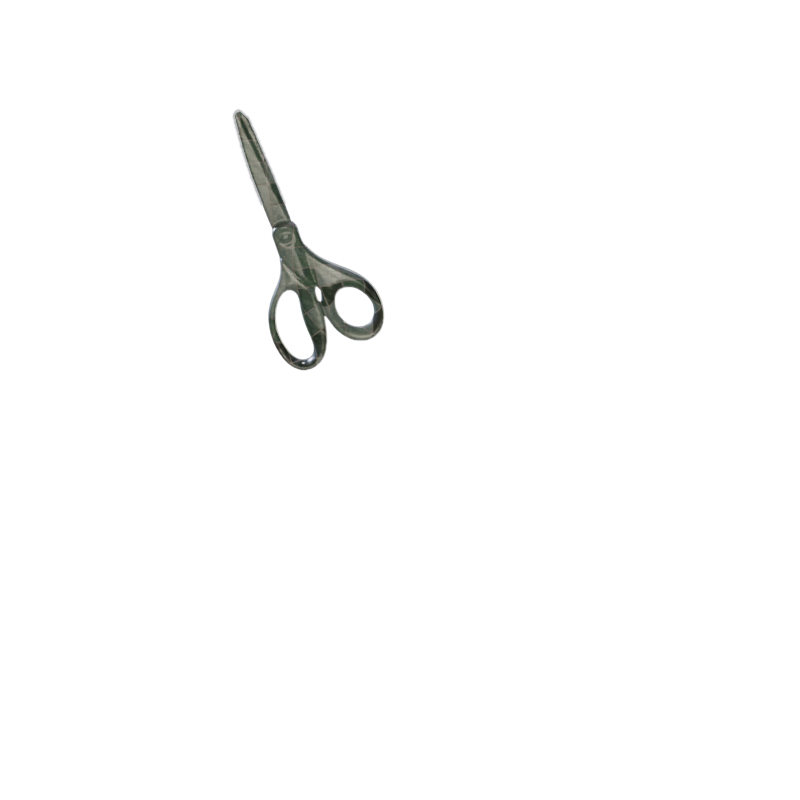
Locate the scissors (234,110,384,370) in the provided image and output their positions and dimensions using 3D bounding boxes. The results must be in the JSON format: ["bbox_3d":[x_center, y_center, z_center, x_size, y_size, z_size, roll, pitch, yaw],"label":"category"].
[{"bbox_3d":[-0.064,-0.116,0.812,0.096,0.192,0.016,-3,20,1],"label":"scissors"}]
